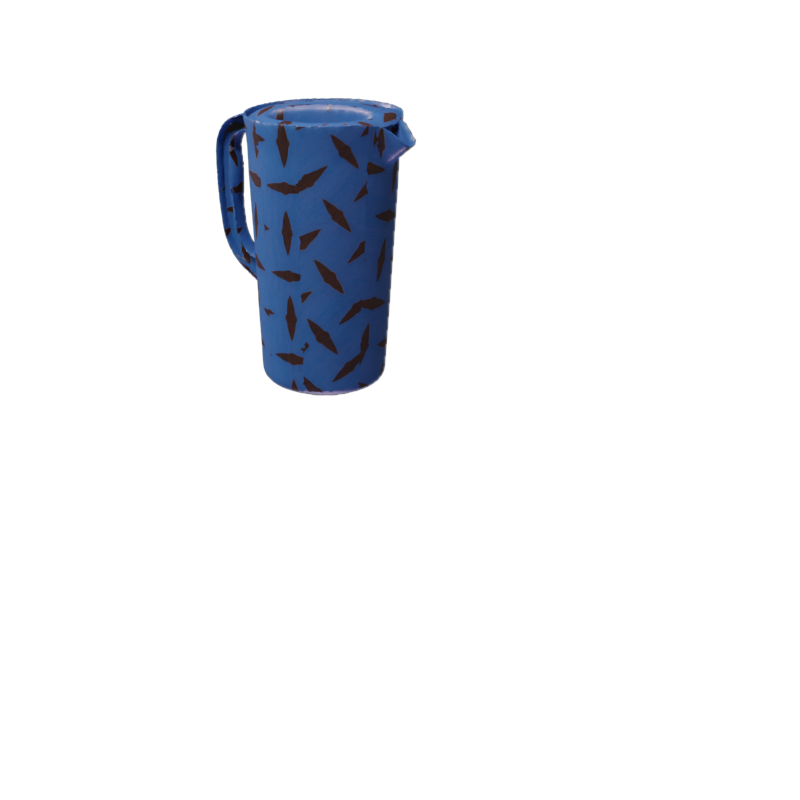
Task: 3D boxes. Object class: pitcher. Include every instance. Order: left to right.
[{"bbox_3d":[-0.074,-0.136,0.951,0.142,0.233,0.158,-5,20,-16],"label":"pitcher"}]
